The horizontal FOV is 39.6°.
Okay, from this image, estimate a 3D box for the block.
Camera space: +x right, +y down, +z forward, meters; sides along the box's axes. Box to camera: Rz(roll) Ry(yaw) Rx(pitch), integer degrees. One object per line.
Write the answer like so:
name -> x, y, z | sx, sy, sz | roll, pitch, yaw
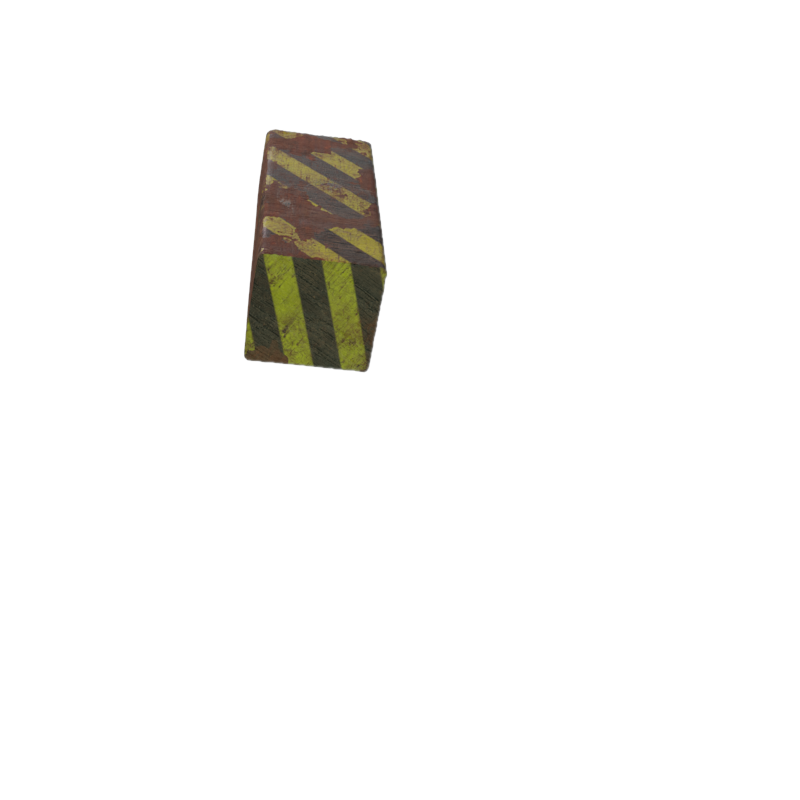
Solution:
block -> -0.067, -0.122, 0.850 | 0.090, 0.085, 0.220 | 6, 34, -8
